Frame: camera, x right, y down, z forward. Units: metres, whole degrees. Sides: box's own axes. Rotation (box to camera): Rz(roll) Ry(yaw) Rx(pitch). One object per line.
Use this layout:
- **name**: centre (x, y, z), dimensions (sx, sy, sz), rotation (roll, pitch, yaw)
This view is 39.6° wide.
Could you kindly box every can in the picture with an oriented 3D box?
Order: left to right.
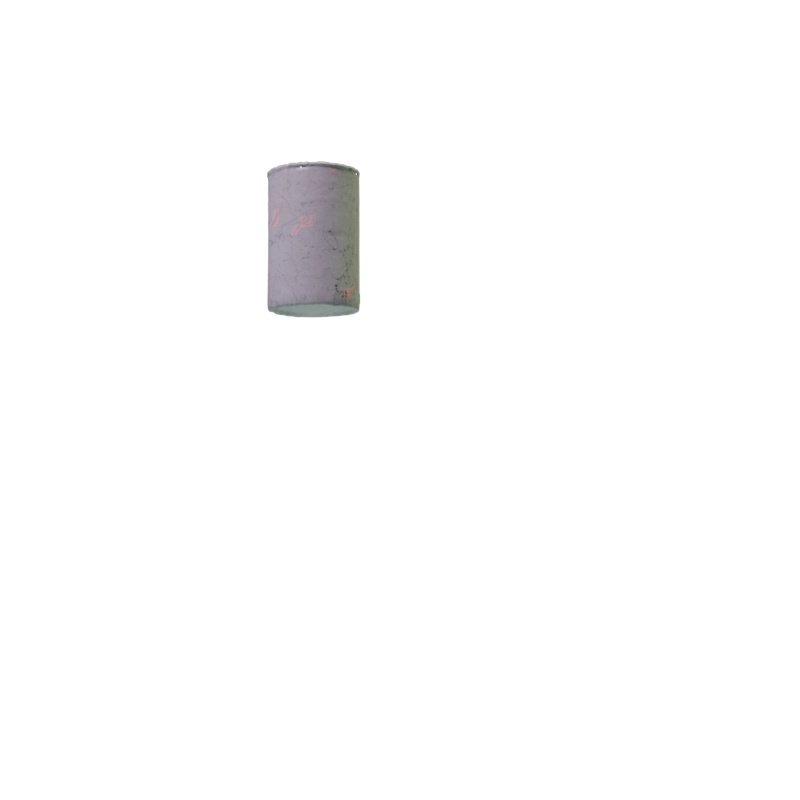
- **can**: centre (-0.063, -0.114, 0.799), dimensions (0.068, 0.105, 0.067), rotation (0, -9, -2)
